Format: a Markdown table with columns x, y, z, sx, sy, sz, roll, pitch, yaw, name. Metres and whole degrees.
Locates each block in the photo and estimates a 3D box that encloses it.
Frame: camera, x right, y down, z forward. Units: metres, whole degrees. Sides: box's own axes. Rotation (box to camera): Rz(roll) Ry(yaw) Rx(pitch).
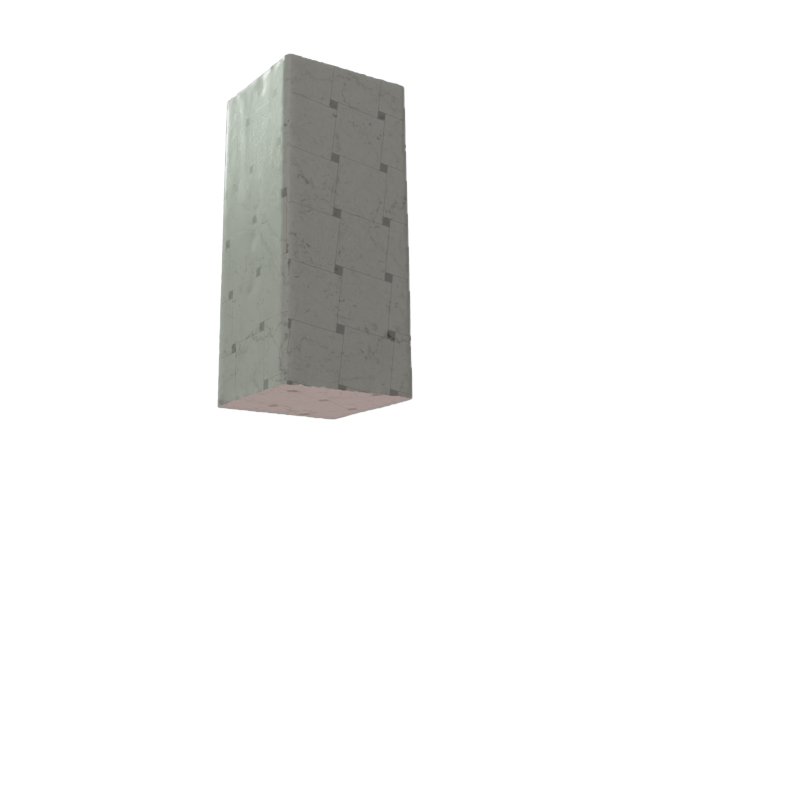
| x | y | z | sx | sy | sz | roll | pitch | yaw | name |
| --- | --- | --- | --- | --- | --- | --- | --- | --- | --- |
| -0.055 | -0.100 | 0.703 | 0.087 | 0.215 | 0.091 | 10 | -20 | -32 | block |
